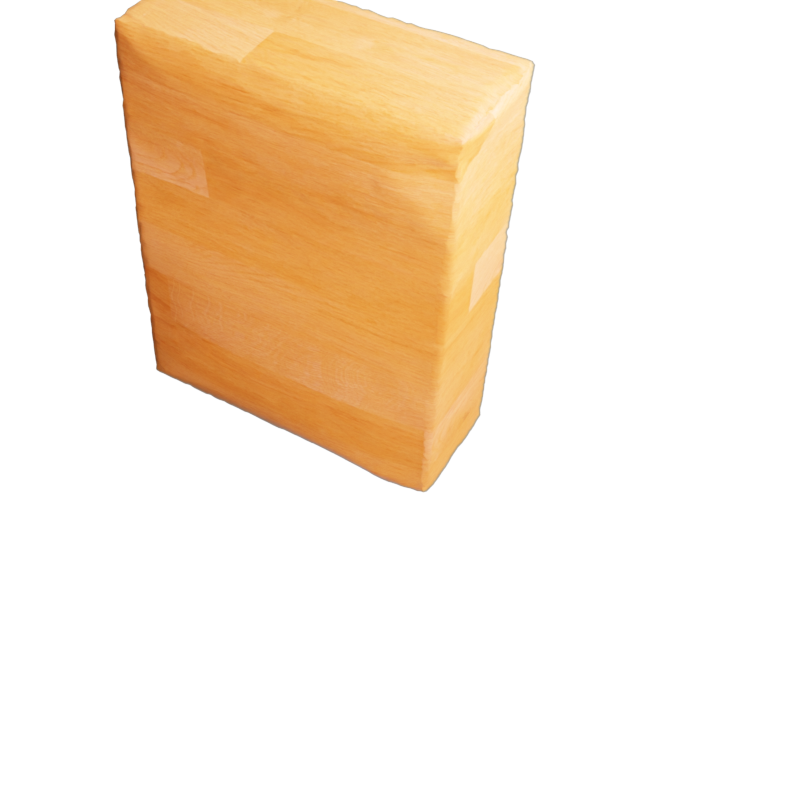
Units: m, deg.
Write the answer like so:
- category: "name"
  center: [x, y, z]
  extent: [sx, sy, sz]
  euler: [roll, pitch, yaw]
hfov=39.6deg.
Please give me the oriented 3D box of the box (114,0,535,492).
- category: "box"
  center: [-0.040, -0.072, 0.508]
  extent: [0.171, 0.199, 0.074]
  euler: [24, 49, 20]
